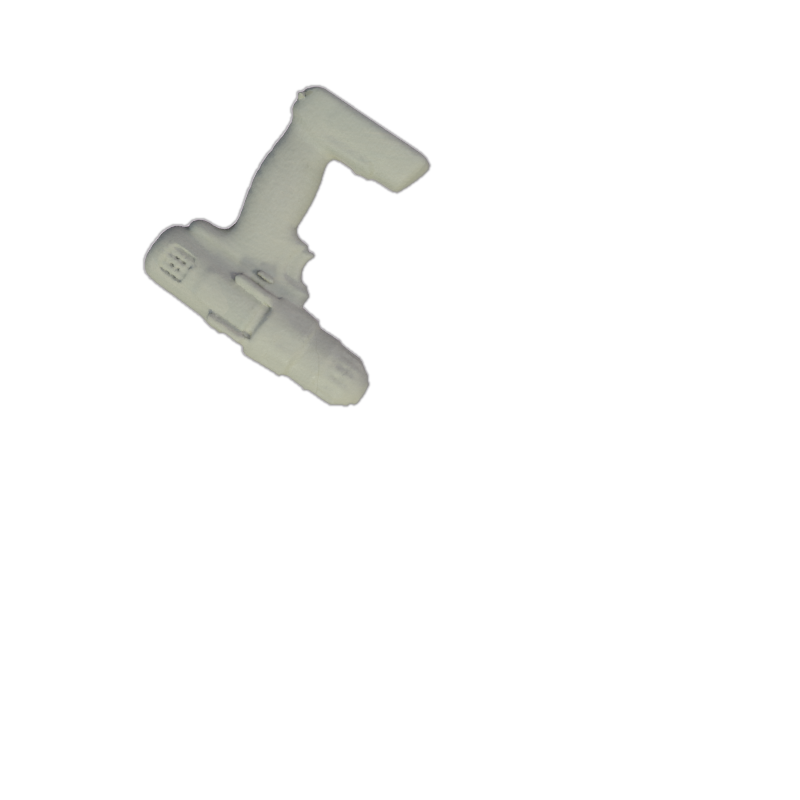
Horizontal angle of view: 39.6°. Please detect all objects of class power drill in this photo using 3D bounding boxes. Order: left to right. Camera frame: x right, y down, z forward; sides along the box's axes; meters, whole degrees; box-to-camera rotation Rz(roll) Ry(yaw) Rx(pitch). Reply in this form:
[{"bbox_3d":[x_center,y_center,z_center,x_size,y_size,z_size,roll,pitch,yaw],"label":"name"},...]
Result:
[{"bbox_3d":[-0.062,-0.112,0.787,0.185,0.188,0.057,35,-1,0],"label":"power drill"}]
